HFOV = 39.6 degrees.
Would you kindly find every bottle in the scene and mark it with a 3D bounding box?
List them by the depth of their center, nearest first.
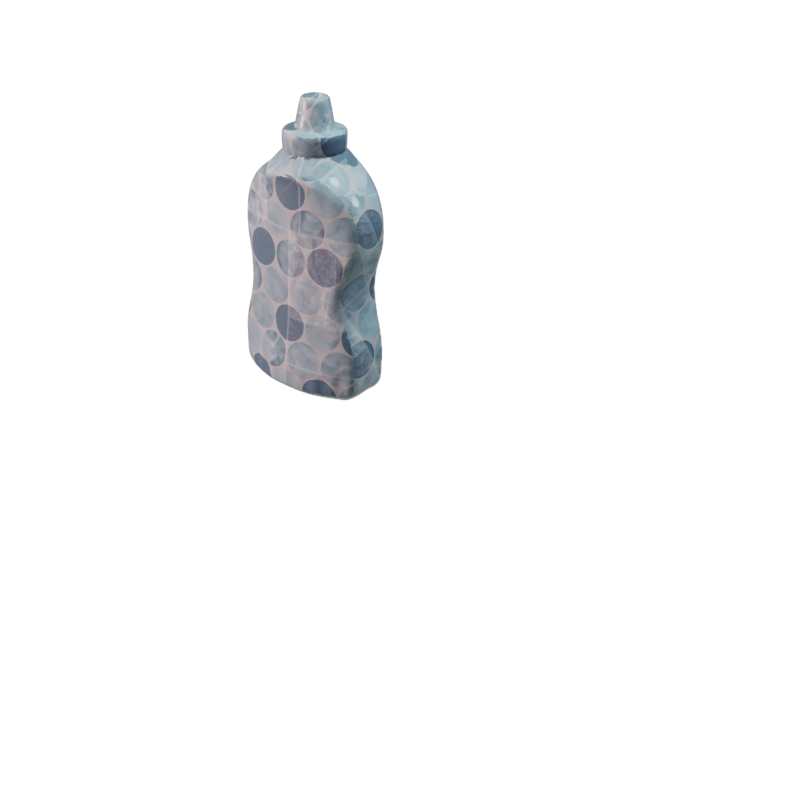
[{"bbox_3d":[-0.055,-0.101,0.709,0.102,0.182,0.058,22,31,37],"label":"bottle"}]
